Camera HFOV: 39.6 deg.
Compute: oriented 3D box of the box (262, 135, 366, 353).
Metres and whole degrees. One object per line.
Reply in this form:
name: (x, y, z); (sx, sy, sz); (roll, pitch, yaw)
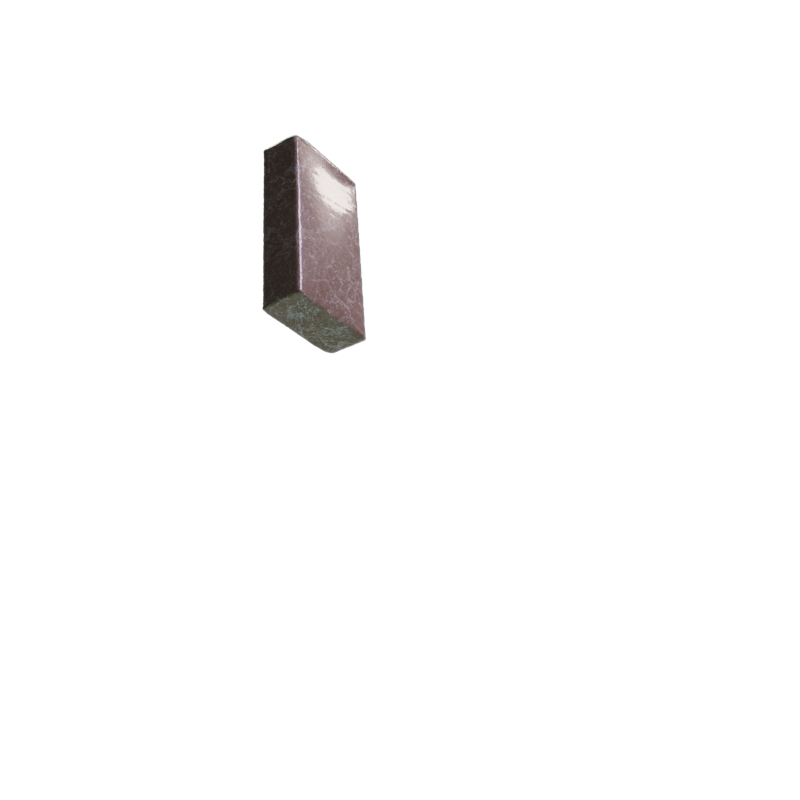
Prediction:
box: (-0.075, -0.137, 0.957); (0.048, 0.188, 0.087); (-24, -39, 29)
